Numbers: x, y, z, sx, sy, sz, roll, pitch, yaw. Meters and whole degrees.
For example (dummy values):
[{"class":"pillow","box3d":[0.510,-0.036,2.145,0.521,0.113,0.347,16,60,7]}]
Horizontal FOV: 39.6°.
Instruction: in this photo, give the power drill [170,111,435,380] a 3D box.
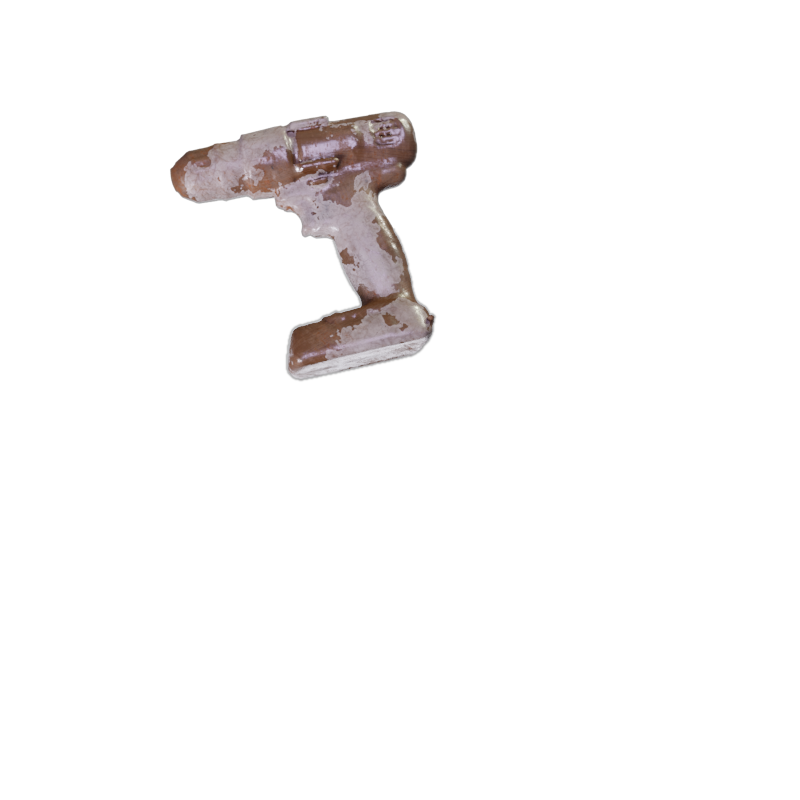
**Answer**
[{"class":"power drill","box3d":[-0.063,-0.114,0.801,0.184,0.196,0.055,-12,-17,-4]}]
